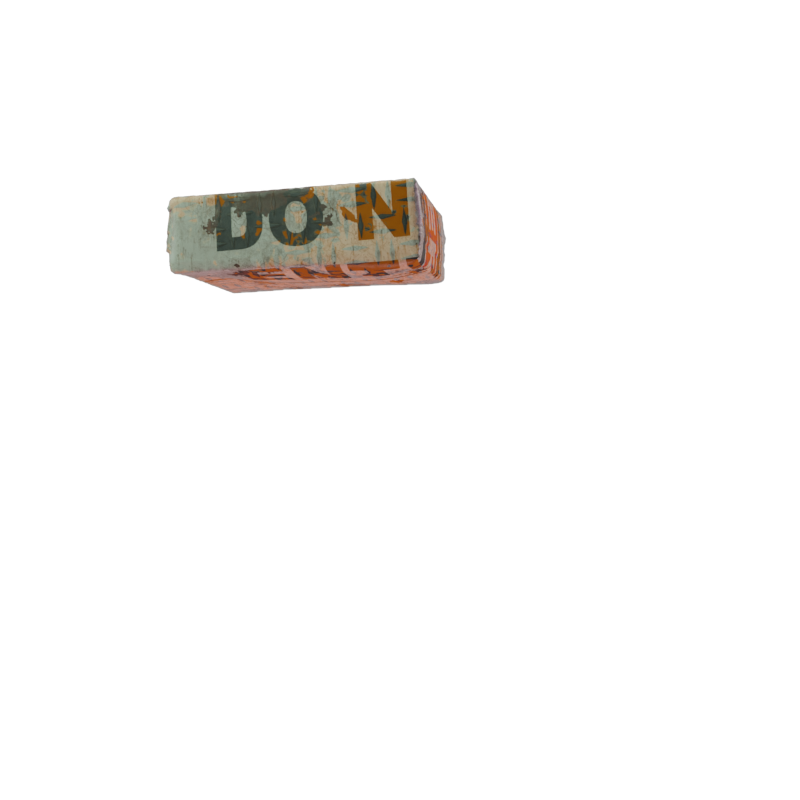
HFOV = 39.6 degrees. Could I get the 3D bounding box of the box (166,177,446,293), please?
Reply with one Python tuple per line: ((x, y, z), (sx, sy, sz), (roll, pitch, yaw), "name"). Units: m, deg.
((-0.040, -0.073, 0.514), (0.115, 0.039, 0.087), (0, -1, 12), "box")
